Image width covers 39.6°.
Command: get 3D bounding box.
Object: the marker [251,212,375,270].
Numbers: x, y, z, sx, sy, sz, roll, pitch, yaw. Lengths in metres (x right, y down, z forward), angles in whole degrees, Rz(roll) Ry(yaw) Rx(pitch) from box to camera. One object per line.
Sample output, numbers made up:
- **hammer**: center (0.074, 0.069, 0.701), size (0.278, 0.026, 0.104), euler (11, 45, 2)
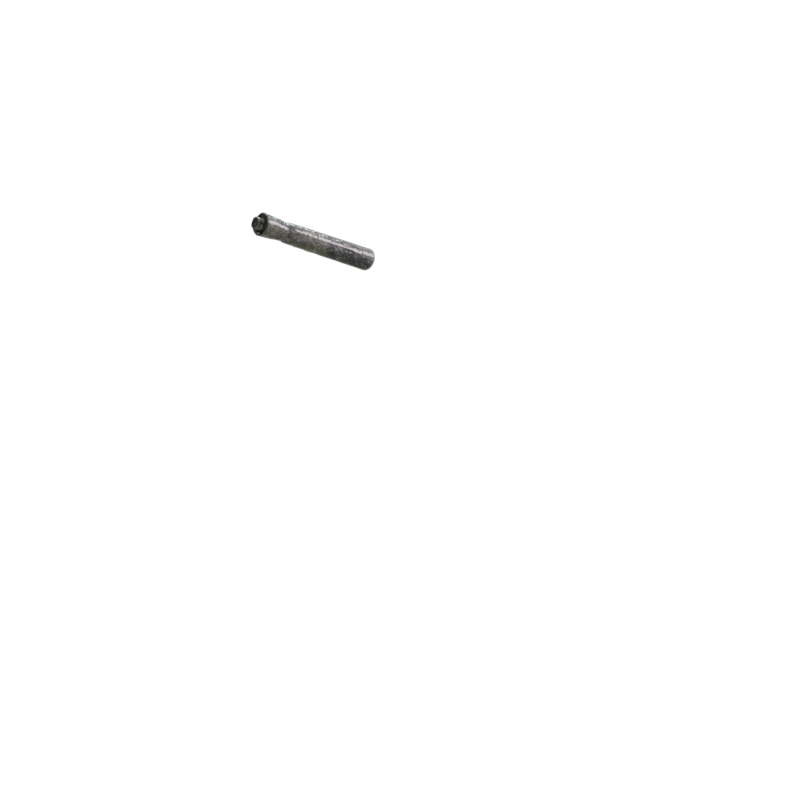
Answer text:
- **marker**: center (-0.069, -0.127, 0.887), size (0.114, 0.020, 0.021), euler (13, -6, -41)
